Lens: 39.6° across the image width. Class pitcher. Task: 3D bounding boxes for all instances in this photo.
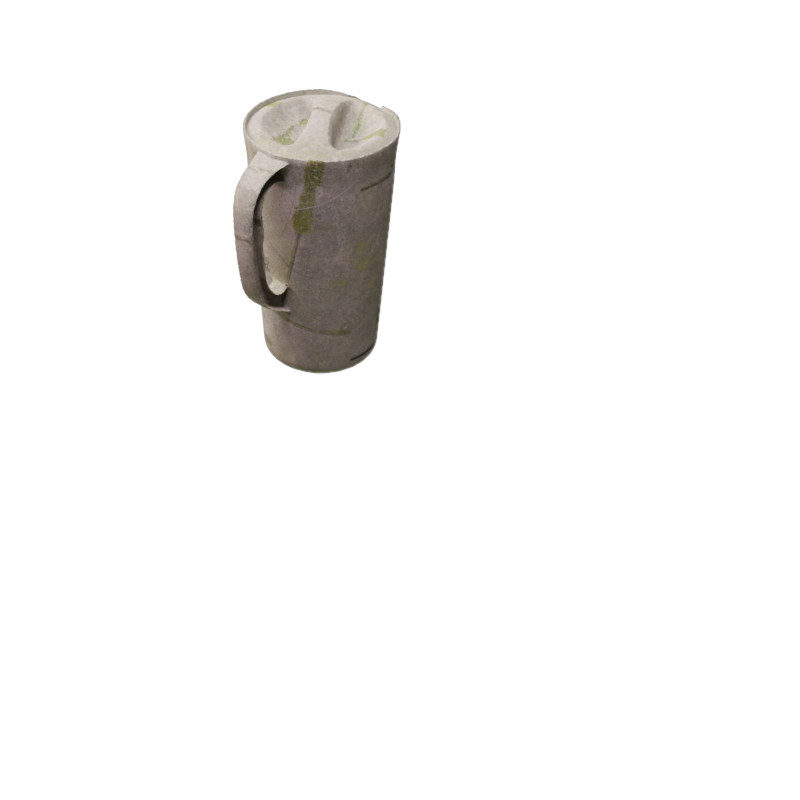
[{"bbox_3d":[-0.077,-0.141,0.989,0.148,0.227,0.156,-5,37,-10],"label":"pitcher"}]
